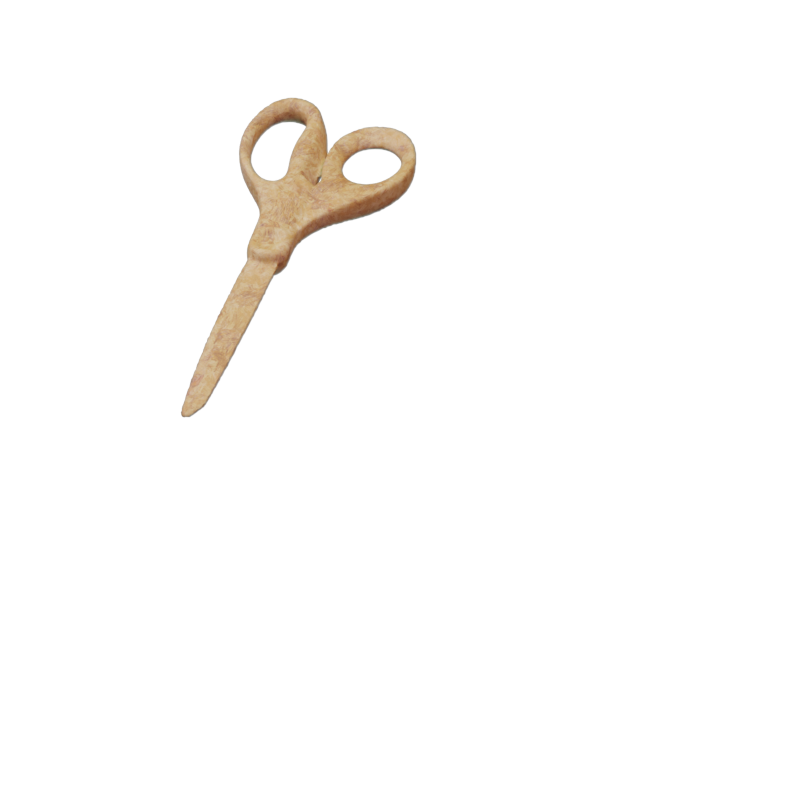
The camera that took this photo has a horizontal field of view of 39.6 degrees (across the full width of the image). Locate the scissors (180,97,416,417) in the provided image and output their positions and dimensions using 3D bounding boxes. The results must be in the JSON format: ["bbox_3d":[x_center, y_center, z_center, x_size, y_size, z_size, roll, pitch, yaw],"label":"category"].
[{"bbox_3d":[-0.039,-0.072,0.503,0.096,0.216,0.015,0,-42,0],"label":"scissors"}]
